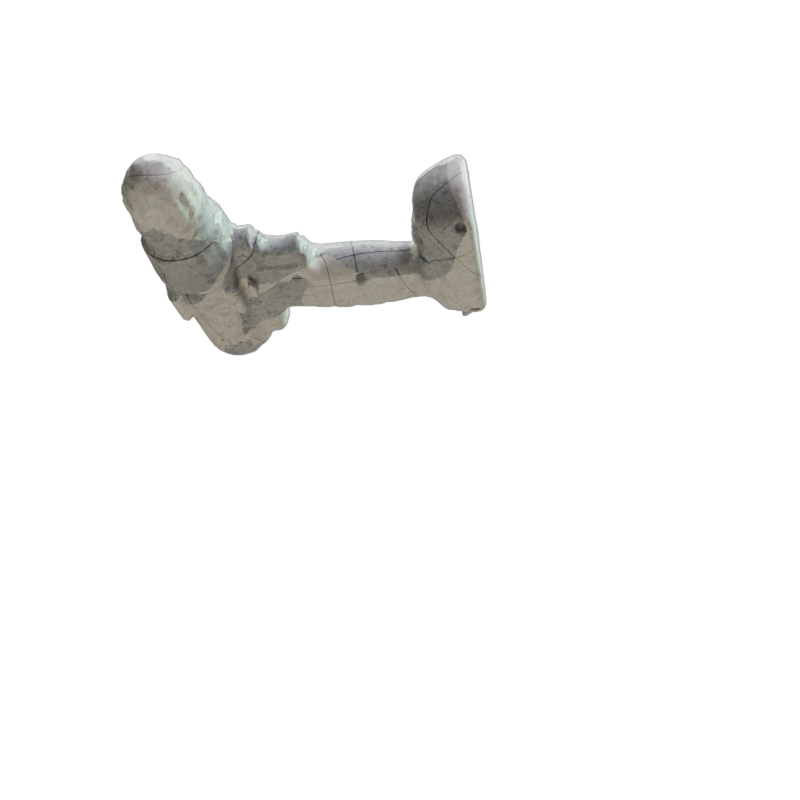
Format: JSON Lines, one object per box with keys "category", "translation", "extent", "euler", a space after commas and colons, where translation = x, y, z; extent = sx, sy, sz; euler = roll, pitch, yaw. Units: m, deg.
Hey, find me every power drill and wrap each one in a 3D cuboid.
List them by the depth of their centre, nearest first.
{"category": "power drill", "translation": [-0.050, -0.091, 0.637], "extent": [0.190, 0.061, 0.172], "euler": [-5, -26, 10]}
